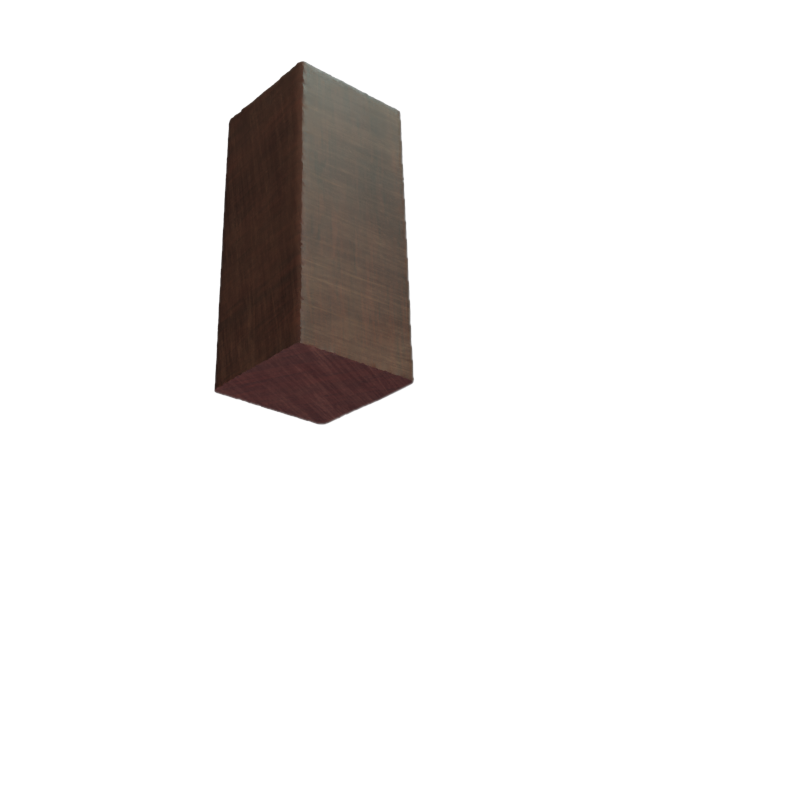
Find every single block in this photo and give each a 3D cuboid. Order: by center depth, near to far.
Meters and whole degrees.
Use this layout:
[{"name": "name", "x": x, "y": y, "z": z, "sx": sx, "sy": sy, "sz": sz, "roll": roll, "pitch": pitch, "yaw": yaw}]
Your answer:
[{"name": "block", "x": -0.057, "y": -0.103, "z": 0.722, "sx": 0.085, "sy": 0.219, "sz": 0.090, "roll": 21, "pitch": -36, "yaw": -36}]
